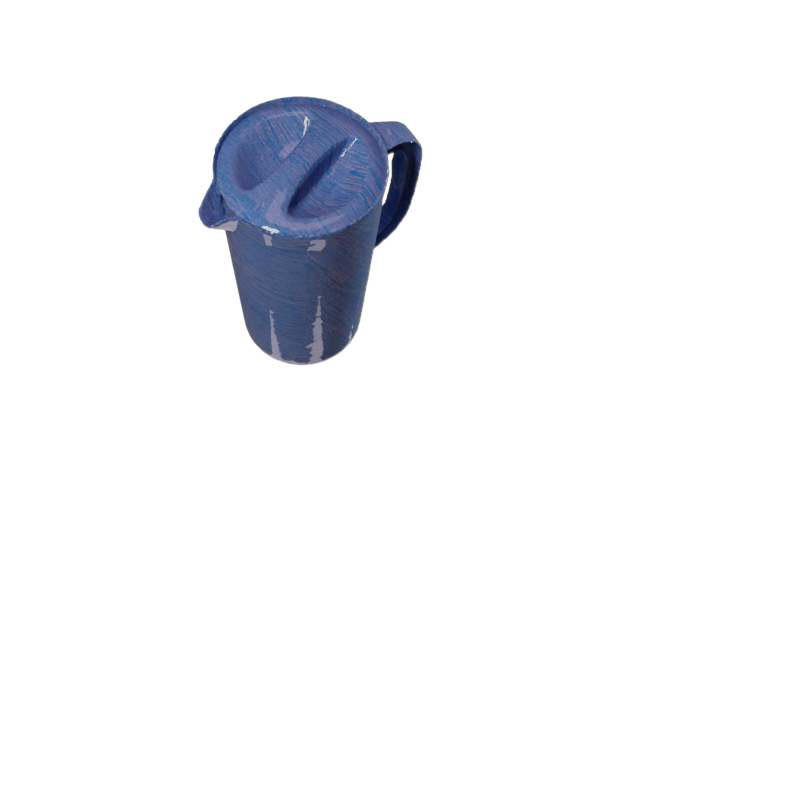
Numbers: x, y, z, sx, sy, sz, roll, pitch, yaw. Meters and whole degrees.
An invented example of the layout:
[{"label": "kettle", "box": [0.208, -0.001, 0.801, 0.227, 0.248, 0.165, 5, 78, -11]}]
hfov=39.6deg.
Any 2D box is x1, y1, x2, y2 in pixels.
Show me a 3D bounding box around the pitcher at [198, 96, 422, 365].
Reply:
[{"label": "pitcher", "box": [-0.073, -0.133, 0.928, 0.151, 0.152, 0.229, 14, -28, 4]}]
